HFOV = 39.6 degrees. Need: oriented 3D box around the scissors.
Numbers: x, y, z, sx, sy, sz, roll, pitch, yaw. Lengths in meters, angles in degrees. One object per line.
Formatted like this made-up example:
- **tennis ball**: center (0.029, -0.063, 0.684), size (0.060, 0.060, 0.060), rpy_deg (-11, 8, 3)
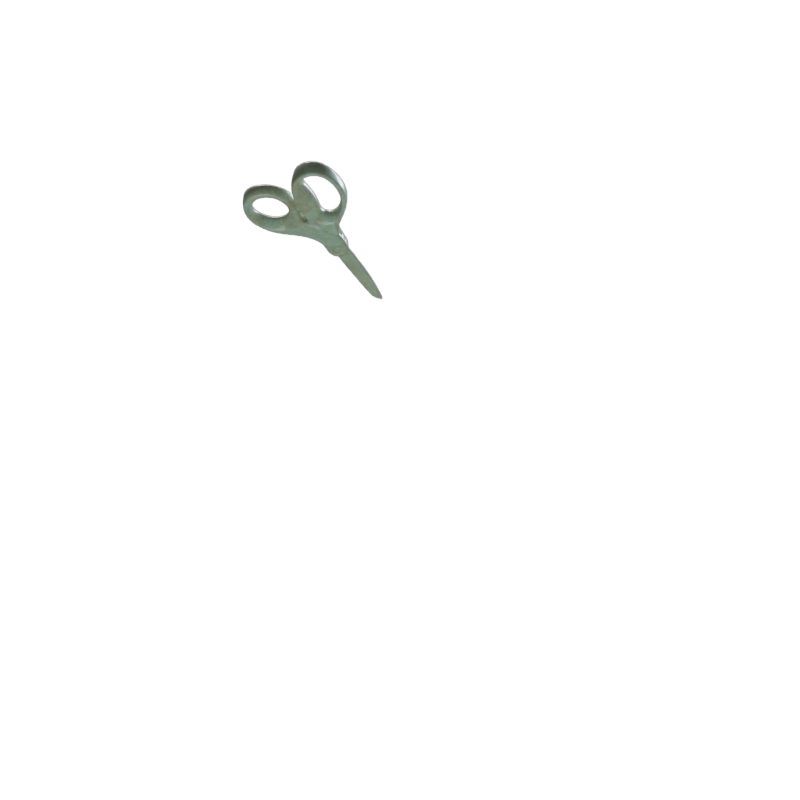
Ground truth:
- **scissors**: center (-0.075, -0.137, 0.963), size (0.097, 0.017, 0.187), rpy_deg (-4, -31, 6)
